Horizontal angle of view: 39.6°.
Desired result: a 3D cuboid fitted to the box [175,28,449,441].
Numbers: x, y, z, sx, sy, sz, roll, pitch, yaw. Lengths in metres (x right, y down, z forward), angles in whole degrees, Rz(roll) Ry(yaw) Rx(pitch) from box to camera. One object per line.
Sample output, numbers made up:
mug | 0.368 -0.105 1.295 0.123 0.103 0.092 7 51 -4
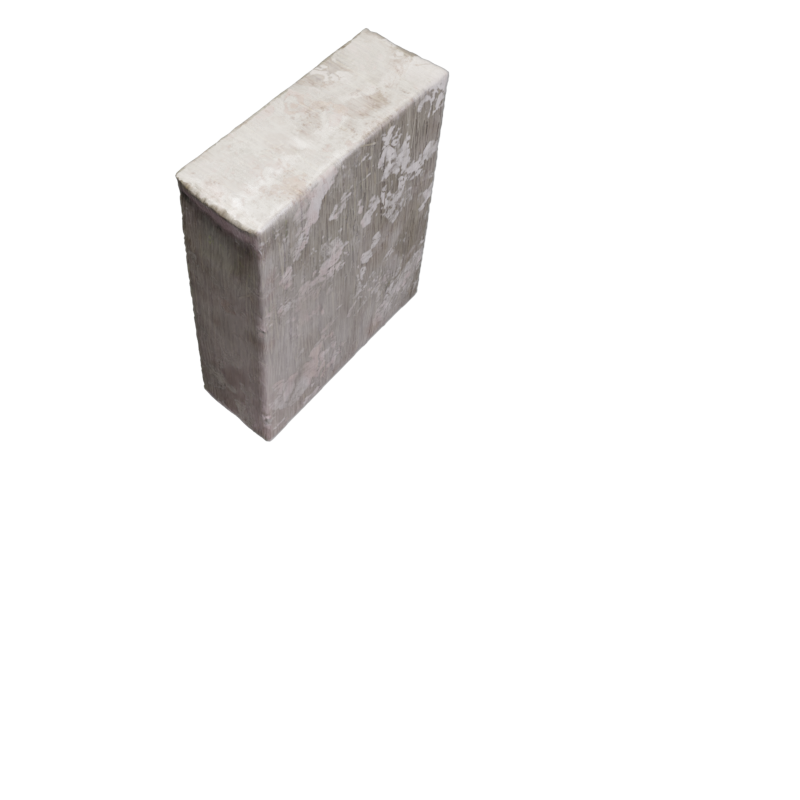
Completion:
box | -0.054 -0.098 0.686 0.075 0.167 0.200 34 -30 18
